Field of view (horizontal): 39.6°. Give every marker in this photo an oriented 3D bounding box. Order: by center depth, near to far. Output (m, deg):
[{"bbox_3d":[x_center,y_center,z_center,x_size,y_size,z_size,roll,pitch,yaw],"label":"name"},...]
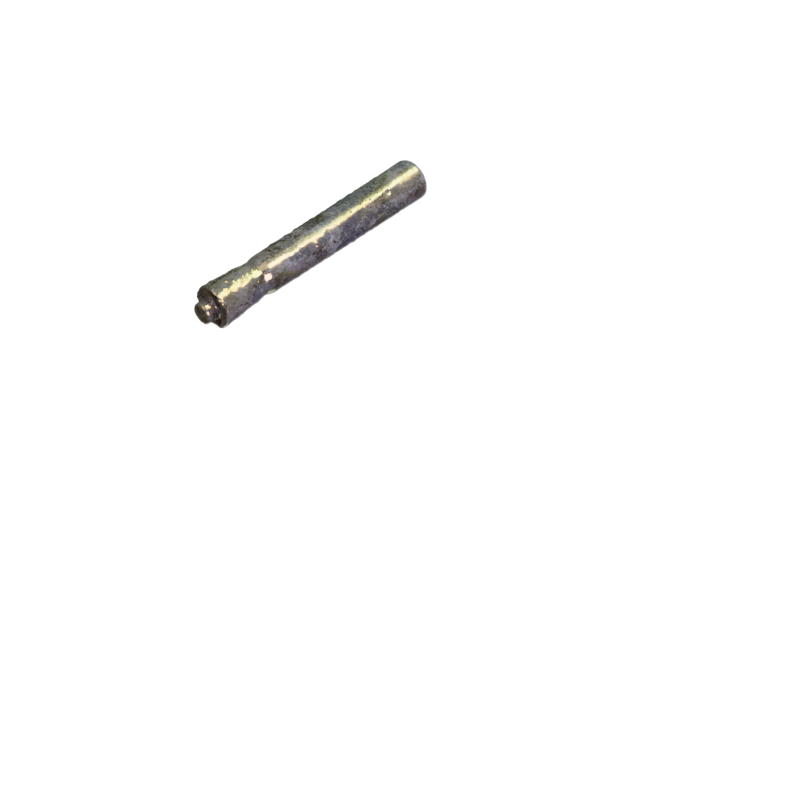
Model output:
[{"bbox_3d":[-0.036,-0.066,0.460,0.122,0.019,0.021,-38,25,-30],"label":"marker"}]
